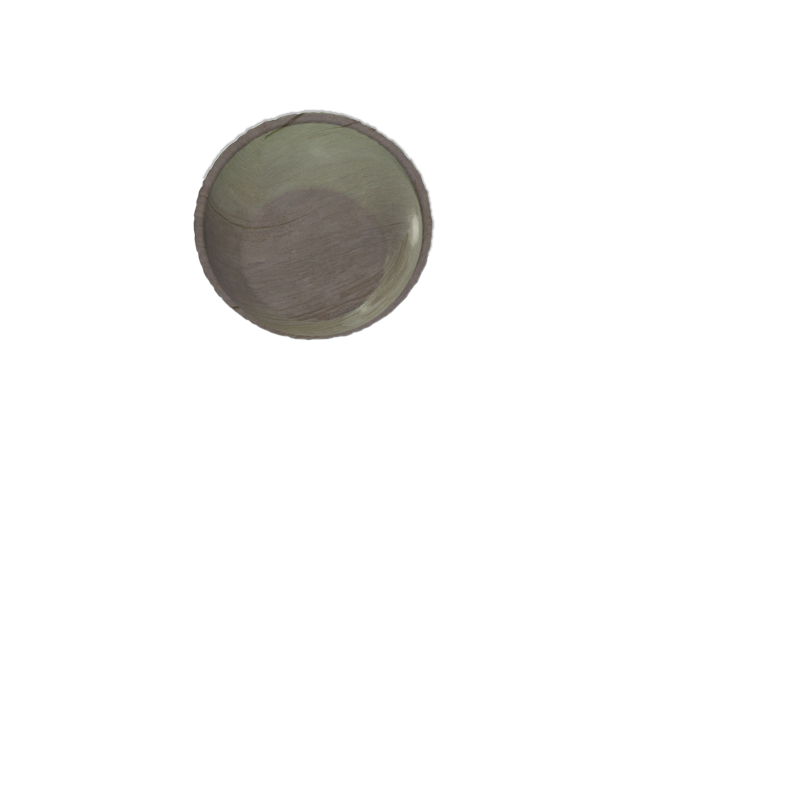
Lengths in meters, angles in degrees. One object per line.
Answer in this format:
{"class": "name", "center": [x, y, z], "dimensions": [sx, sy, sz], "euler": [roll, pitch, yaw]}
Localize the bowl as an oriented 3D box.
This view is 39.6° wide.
{"class": "bowl", "center": [-0.057, -0.103, 0.724], "dimensions": [0.162, 0.155, 0.058], "euler": [1, 21, -1]}
